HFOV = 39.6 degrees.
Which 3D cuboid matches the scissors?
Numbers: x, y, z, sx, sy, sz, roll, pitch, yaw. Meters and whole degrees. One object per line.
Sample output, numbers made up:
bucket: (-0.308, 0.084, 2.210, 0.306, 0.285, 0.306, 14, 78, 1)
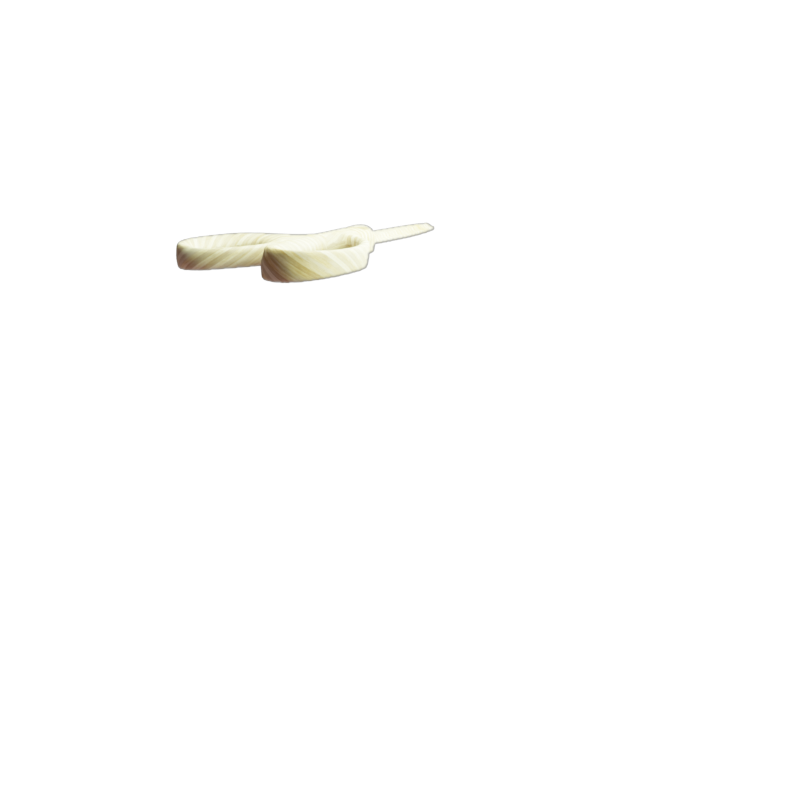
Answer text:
scissors: (-0.043, -0.079, 0.551, 0.098, 0.015, 0.203, 2, 14, 9)
